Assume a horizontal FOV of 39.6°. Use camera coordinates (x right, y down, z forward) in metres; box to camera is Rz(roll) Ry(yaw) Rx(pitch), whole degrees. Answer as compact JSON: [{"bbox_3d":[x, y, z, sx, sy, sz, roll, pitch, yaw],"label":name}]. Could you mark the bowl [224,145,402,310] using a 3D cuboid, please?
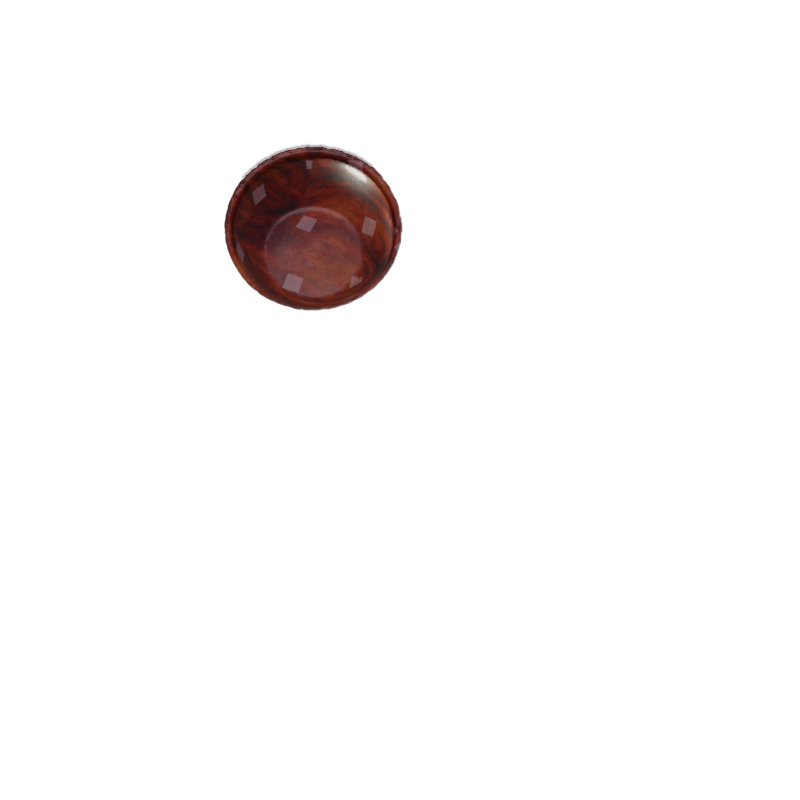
[{"bbox_3d":[-0.077,-0.140,0.983,0.162,0.154,0.058,1,26,-1],"label":"bowl"}]
